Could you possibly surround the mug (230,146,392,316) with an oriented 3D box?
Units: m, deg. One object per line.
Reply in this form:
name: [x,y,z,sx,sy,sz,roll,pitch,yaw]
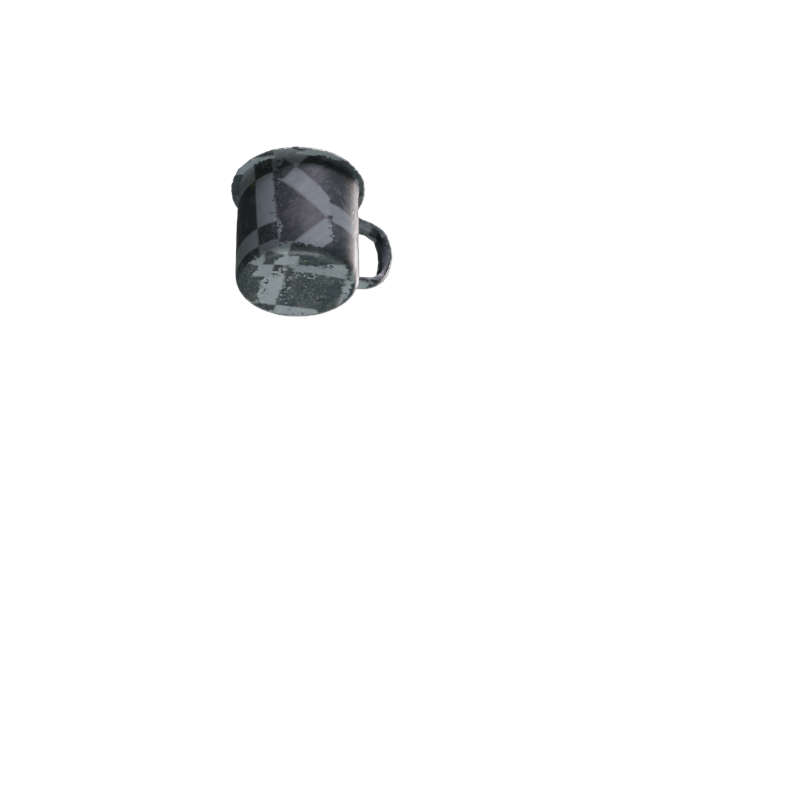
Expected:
mug: [-0.059,-0.107,0.750,0.112,0.087,0.091,16,-36,-25]
